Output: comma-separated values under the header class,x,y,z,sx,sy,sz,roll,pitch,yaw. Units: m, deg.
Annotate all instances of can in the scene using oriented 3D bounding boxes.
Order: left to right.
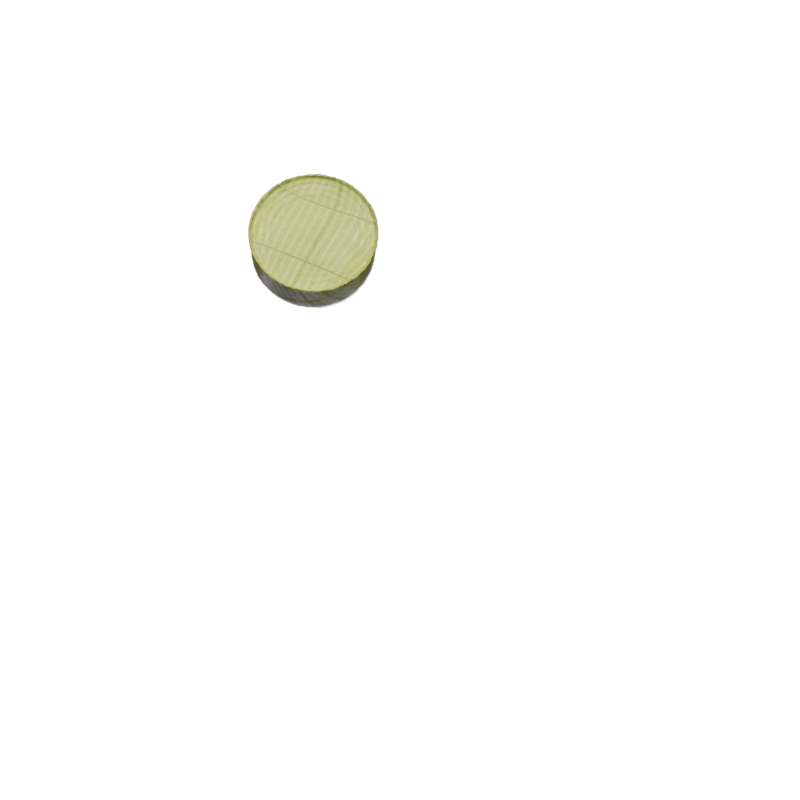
class,x,y,z,sx,sy,sz,roll,pitch,yaw
can,-0.058,-0.106,0.742,0.086,0.091,0.032,-1,-23,-1
